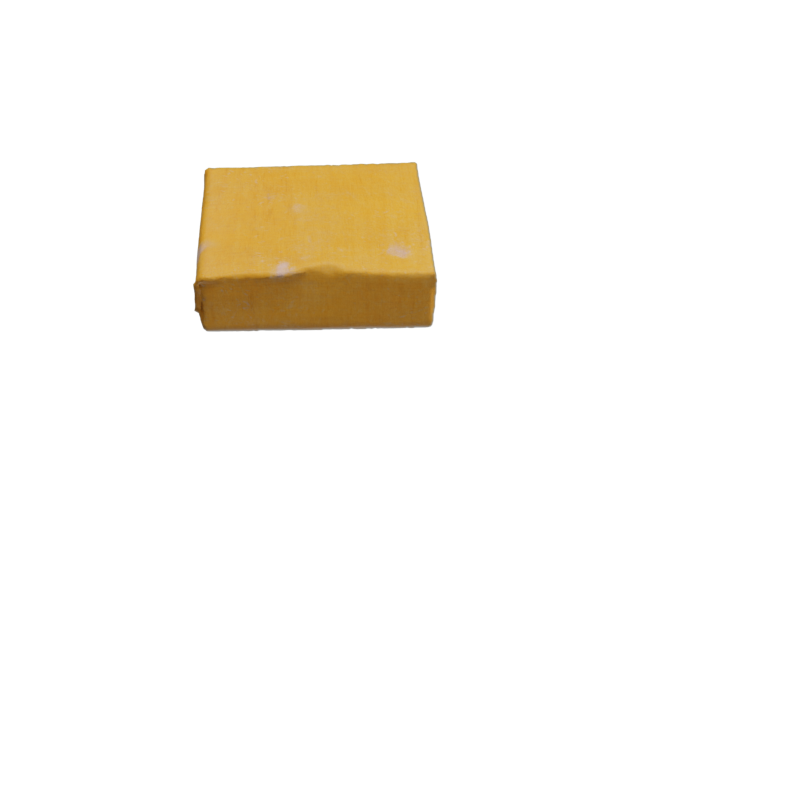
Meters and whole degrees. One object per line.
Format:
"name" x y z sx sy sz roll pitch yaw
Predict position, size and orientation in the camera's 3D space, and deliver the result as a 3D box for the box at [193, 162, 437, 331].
"box" -0.034 -0.062 0.433 0.089 0.028 0.079 -2 42 -2
